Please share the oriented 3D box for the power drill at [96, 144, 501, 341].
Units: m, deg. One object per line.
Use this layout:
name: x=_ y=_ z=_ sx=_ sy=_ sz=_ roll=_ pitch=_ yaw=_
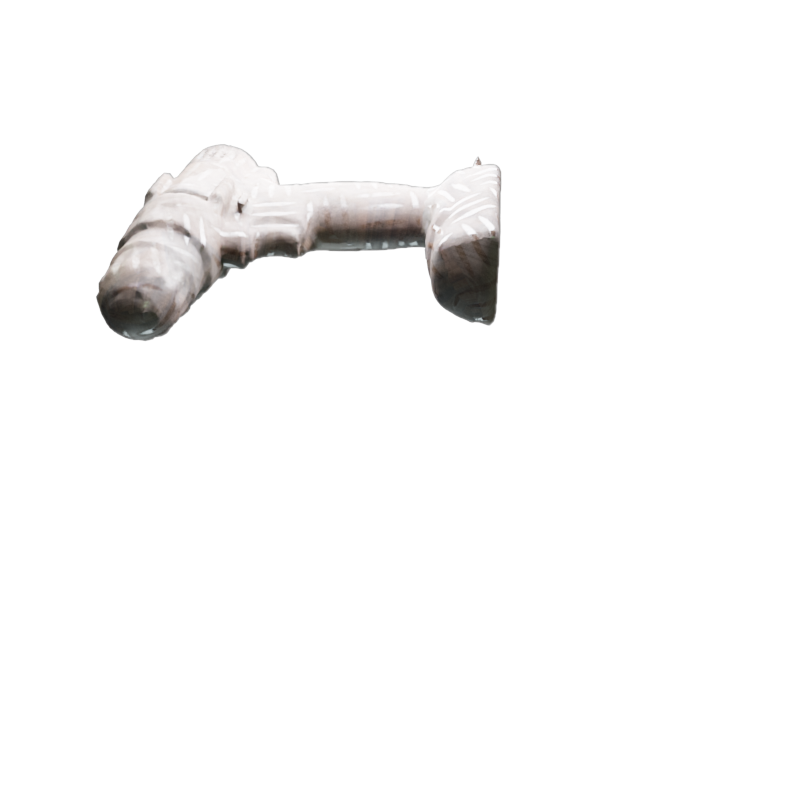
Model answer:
power drill: x=-0.044 y=-0.080 z=0.562 sx=0.190 sy=0.054 sz=0.193 roll=5 pitch=32 yaw=7
